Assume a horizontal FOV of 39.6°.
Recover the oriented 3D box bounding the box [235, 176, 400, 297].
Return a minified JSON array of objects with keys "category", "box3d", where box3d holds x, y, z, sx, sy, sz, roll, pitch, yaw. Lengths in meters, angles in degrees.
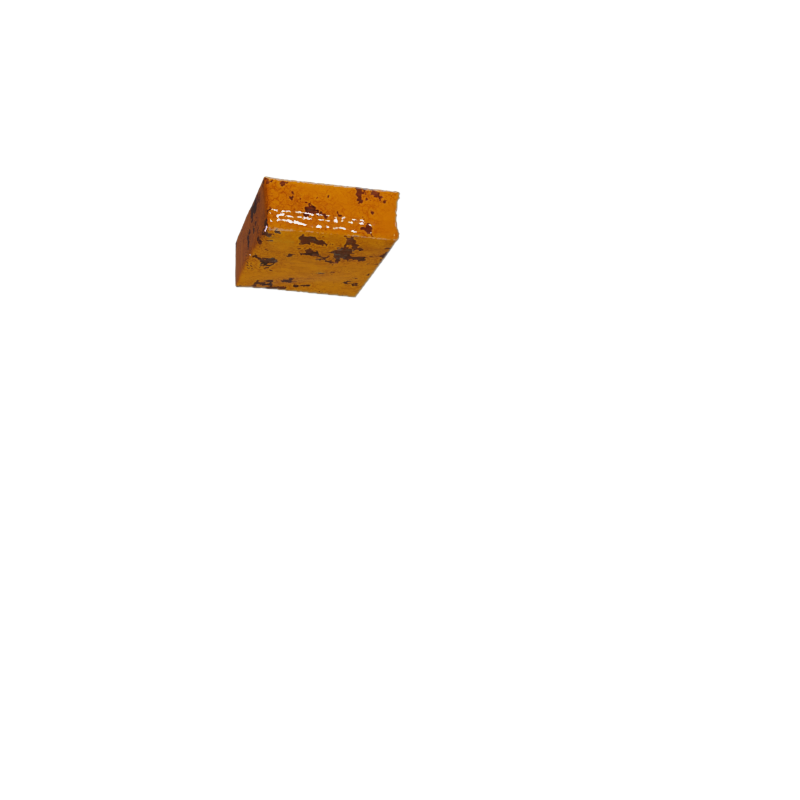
[{"category":"box","box3d":[-0.058,-0.106,0.742,0.088,0.041,0.111,4,-15,-15]}]
